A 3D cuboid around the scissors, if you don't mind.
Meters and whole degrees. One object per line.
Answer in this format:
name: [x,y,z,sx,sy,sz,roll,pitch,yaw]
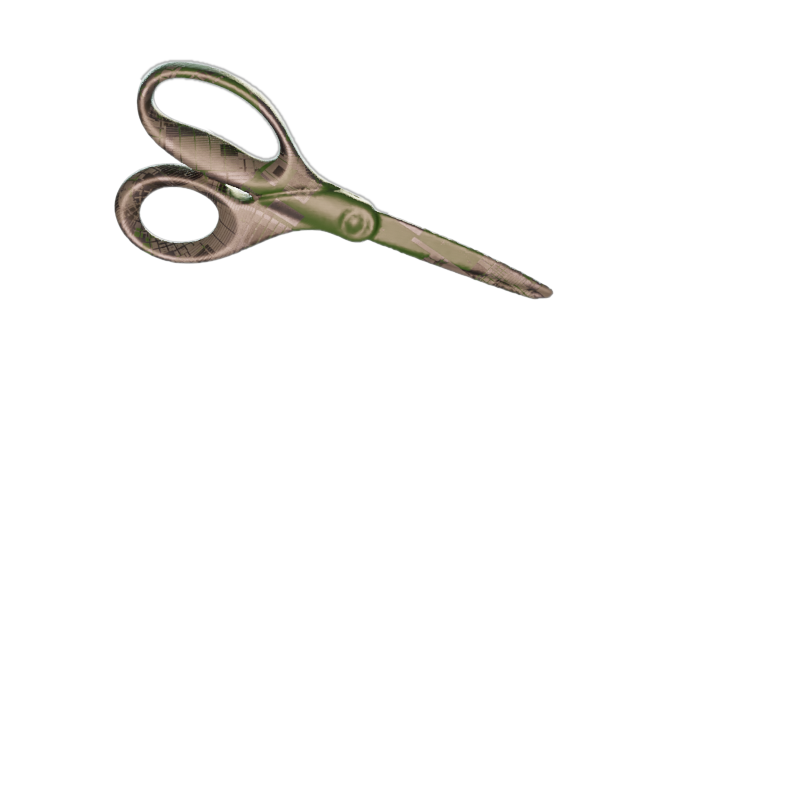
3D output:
scissors: [-0.038,-0.070,0.488,0.195,0.094,0.017,36,19,-15]
